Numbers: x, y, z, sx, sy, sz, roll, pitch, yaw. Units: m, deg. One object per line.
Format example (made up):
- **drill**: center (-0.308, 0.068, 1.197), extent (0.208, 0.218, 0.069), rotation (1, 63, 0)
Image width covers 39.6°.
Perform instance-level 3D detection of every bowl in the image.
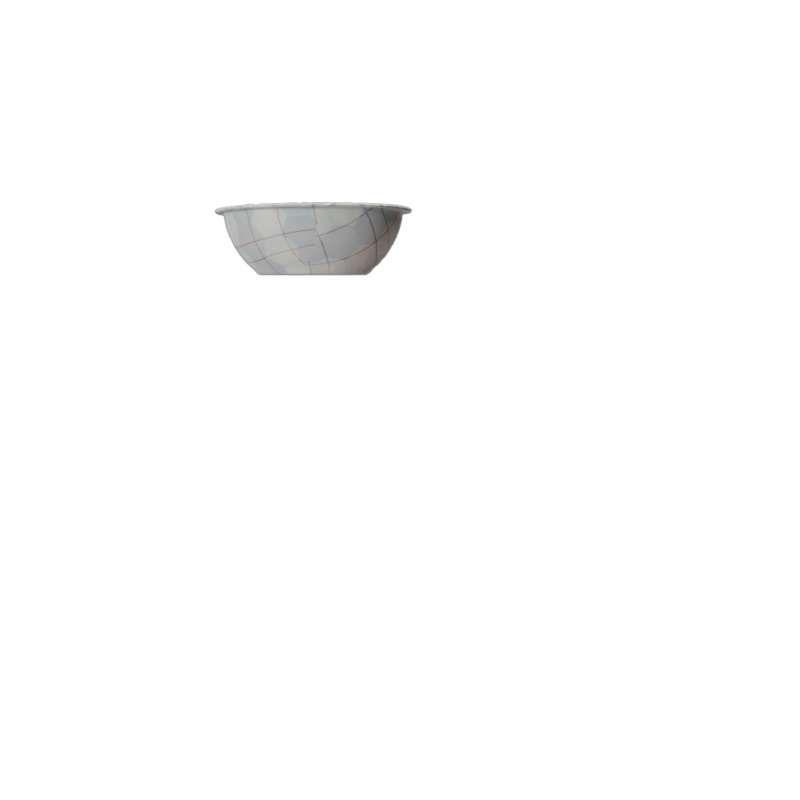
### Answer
- **bowl**: center (-0.071, -0.130, 0.909), extent (0.162, 0.055, 0.163), rotation (0, 5, -2)
